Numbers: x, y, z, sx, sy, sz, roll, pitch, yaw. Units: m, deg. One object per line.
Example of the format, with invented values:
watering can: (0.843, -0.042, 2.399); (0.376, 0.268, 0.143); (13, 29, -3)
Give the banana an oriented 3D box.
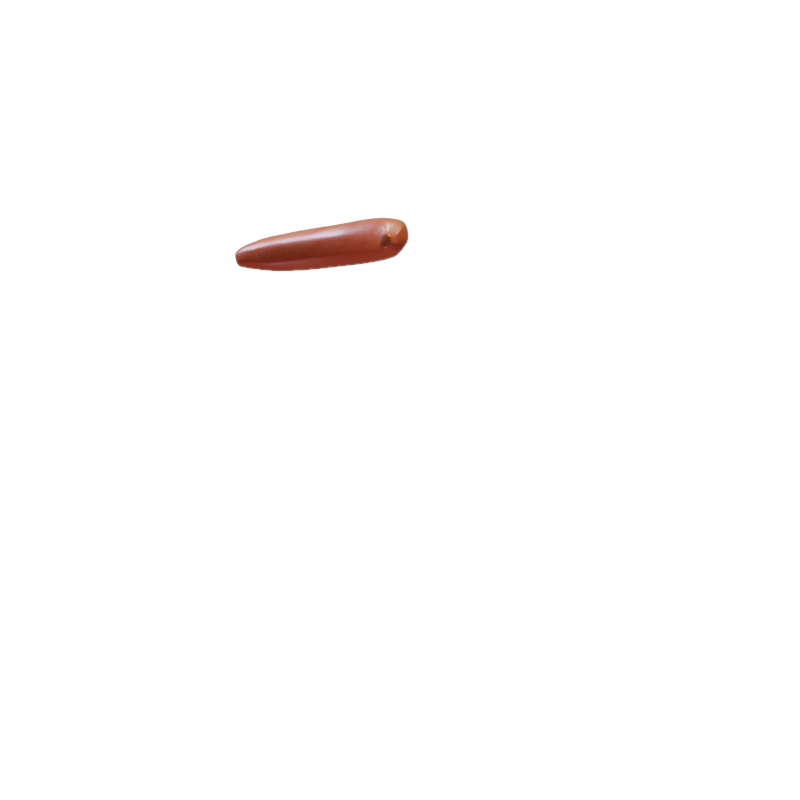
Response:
banana: (-0.059, -0.136, 0.960); (0.066, 0.037, 0.204); (3, -3, -44)
